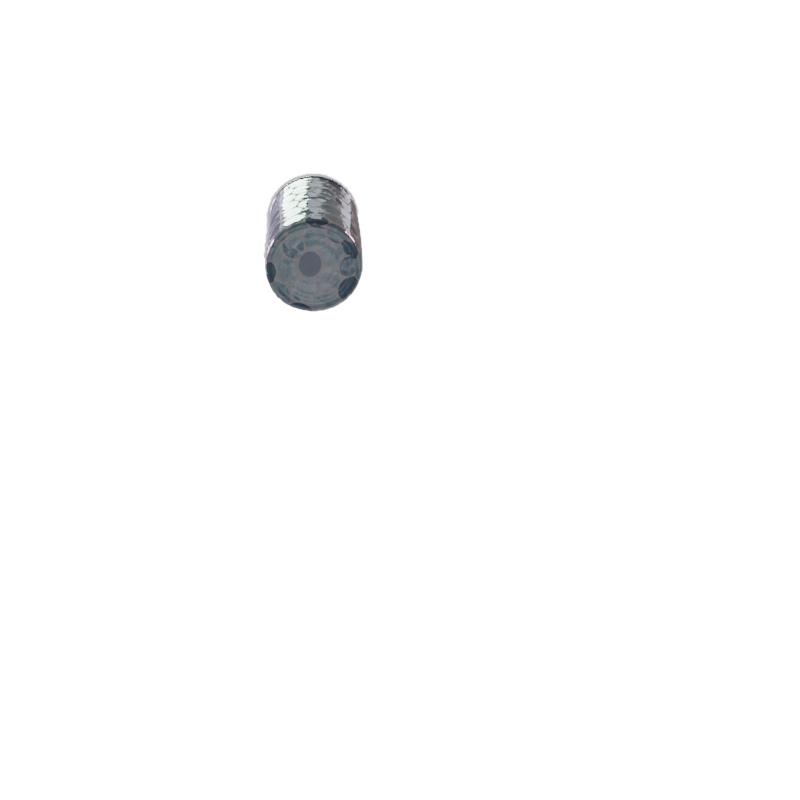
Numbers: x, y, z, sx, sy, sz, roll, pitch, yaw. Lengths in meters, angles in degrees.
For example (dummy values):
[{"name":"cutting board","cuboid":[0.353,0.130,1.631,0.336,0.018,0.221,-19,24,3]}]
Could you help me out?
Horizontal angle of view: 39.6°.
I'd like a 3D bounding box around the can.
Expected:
[{"name":"can","cuboid":[-0.062,-0.114,0.796,0.068,0.065,0.108,0,26,-3]}]
